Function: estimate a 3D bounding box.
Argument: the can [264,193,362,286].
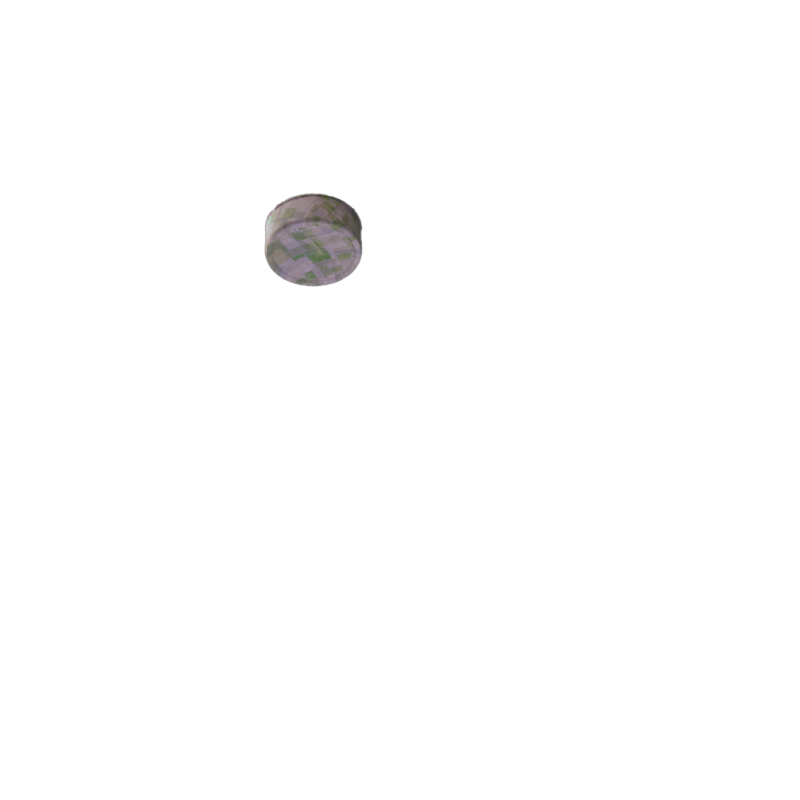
[{"bbox_3d":[-0.076,-0.138,0.965,0.086,0.036,0.080,1,-39,-2],"label":"can"}]
